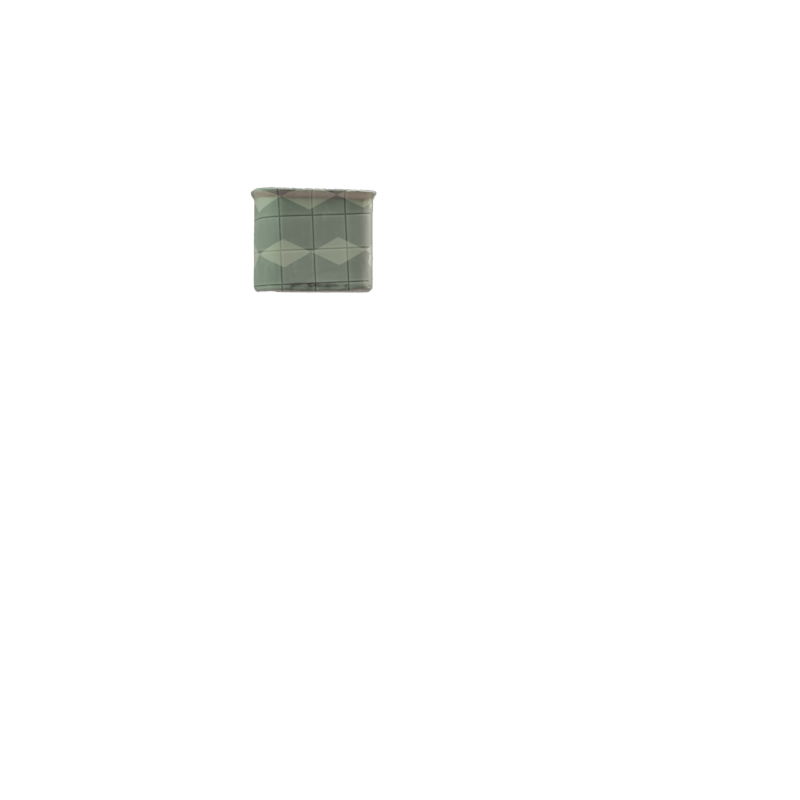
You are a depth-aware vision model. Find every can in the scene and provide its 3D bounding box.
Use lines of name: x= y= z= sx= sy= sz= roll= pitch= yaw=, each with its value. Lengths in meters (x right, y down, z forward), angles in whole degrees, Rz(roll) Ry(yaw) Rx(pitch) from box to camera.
can: x=-0.072 y=-0.131 z=0.915 sx=0.100 sy=0.084 sz=0.058 roll=0 pitch=-1 yaw=-14
